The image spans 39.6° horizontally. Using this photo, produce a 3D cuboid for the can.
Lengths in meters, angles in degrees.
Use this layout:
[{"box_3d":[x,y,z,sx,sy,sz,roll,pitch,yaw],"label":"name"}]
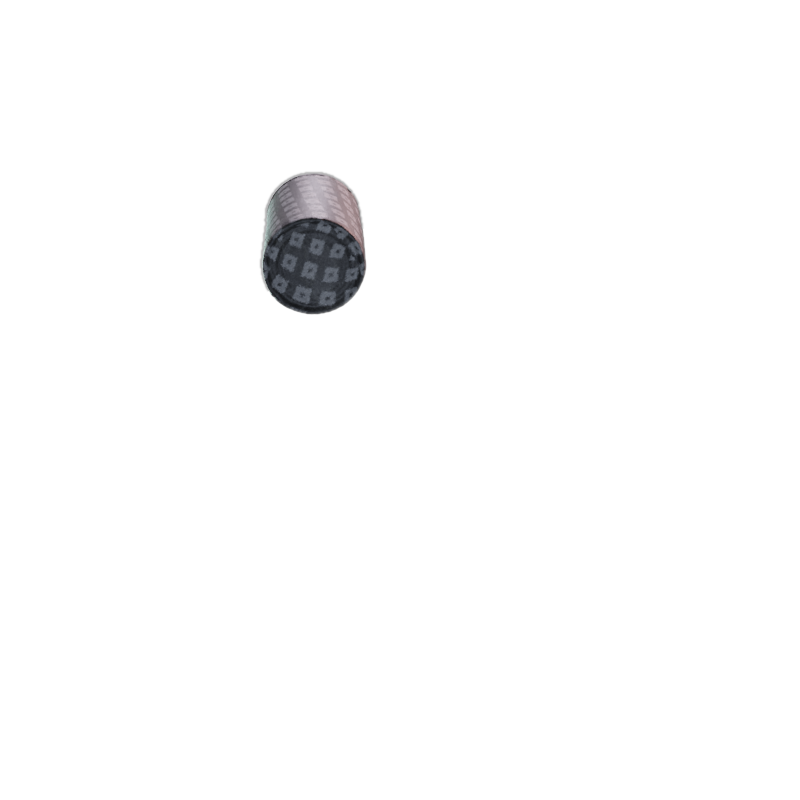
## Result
[{"box_3d":[-0.058,-0.106,0.745,0.068,0.065,0.108,0,24,-3],"label":"can"}]
